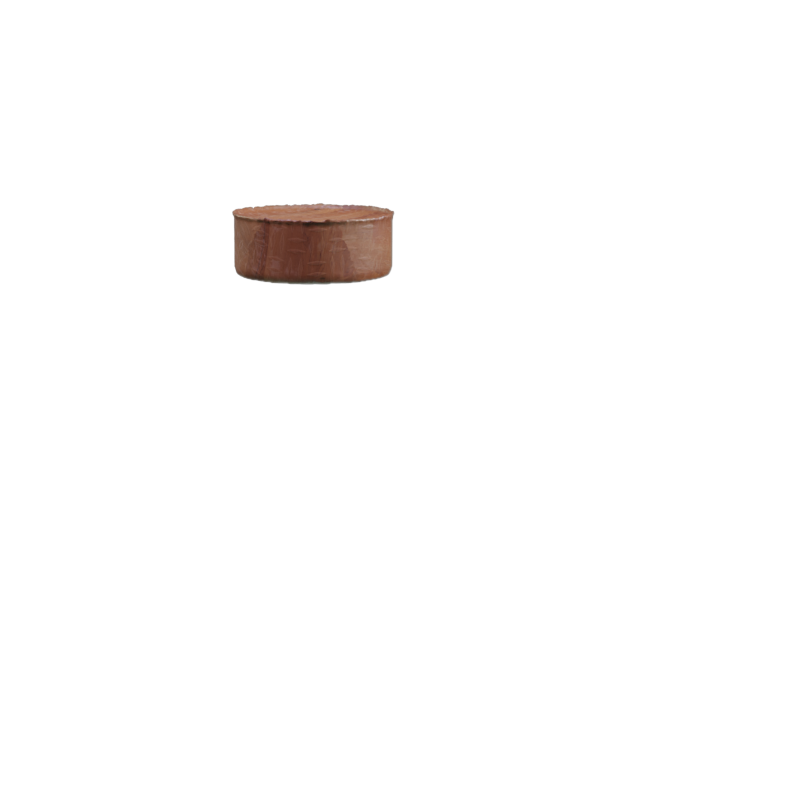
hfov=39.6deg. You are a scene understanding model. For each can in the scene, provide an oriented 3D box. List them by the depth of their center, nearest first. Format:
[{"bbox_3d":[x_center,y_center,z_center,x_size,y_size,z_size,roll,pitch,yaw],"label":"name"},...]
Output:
[{"bbox_3d":[-0.046,-0.084,0.590,0.086,0.033,0.088,0,14,-2],"label":"can"}]
